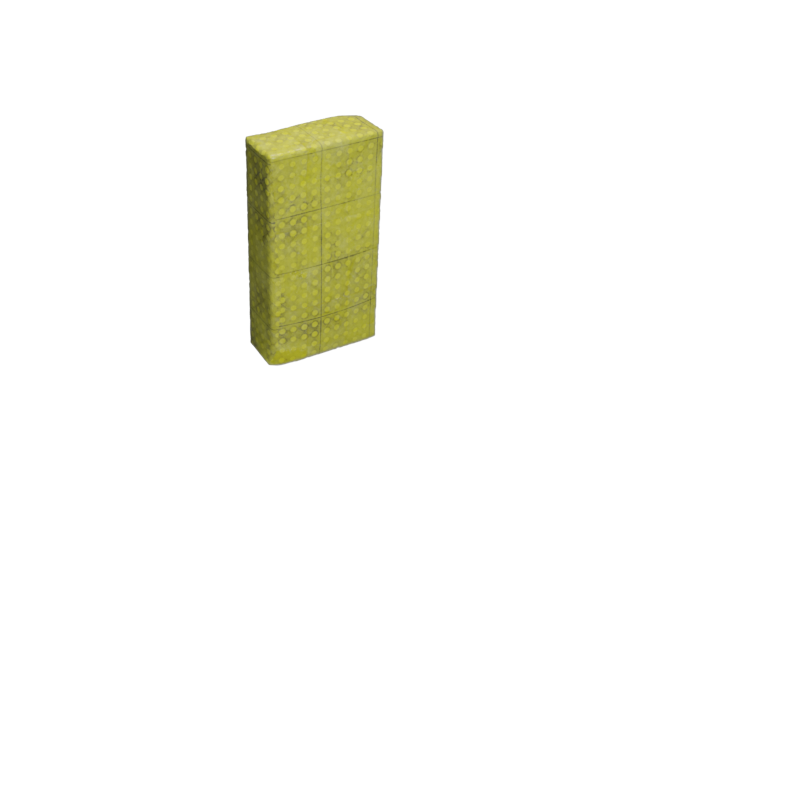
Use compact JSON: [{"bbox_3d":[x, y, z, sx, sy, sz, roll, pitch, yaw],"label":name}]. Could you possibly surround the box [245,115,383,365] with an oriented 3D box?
[{"bbox_3d":[-0.063,-0.116,0.810,0.092,0.166,0.052,-16,35,-28],"label":"box"}]
